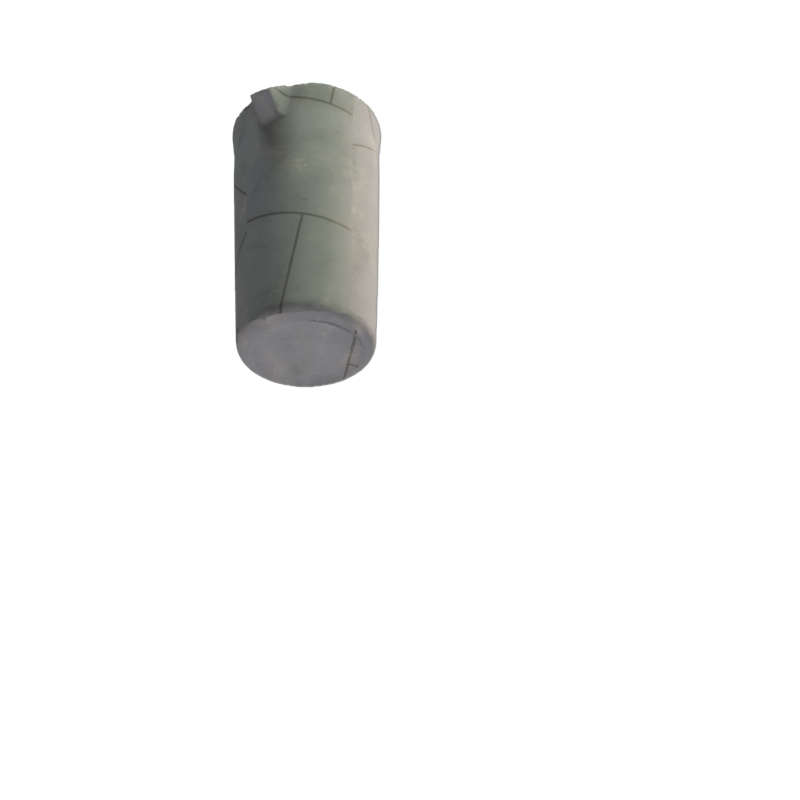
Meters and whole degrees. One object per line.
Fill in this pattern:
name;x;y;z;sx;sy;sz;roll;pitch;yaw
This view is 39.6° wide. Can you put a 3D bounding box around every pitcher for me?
pitcher;-0.072;-0.132;0.925;0.145;0.260;0.139;10;-38;-17
